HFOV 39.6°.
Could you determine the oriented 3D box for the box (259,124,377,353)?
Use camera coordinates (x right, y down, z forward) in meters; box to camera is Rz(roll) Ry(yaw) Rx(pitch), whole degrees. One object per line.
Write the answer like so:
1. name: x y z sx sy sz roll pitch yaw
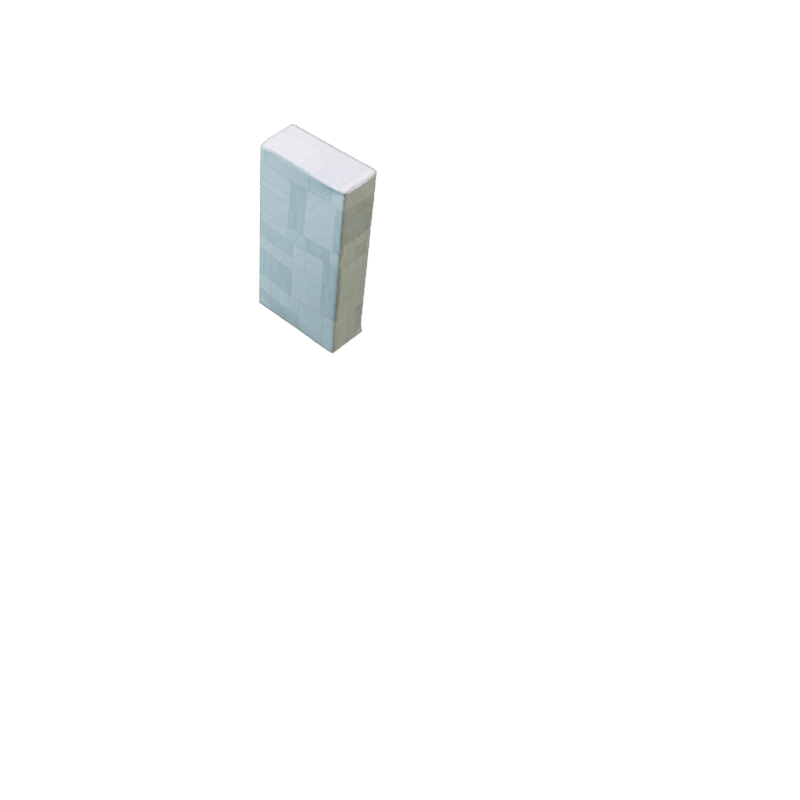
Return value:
1. box: -0.072 -0.131 0.915 0.099 0.164 0.048 34 53 26
